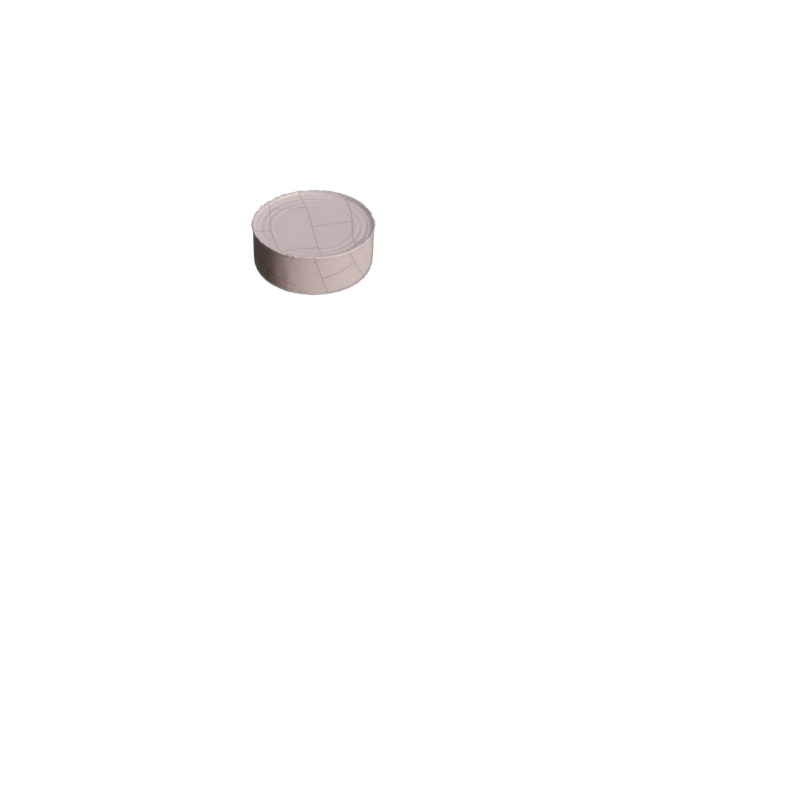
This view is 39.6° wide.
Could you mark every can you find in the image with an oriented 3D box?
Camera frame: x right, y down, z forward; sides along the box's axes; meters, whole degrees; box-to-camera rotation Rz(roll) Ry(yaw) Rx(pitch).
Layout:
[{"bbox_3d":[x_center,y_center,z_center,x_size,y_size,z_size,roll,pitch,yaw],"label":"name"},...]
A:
[{"bbox_3d":[-0.061,-0.111,0.778,0.086,0.031,0.092,-1,39,-2],"label":"can"}]
